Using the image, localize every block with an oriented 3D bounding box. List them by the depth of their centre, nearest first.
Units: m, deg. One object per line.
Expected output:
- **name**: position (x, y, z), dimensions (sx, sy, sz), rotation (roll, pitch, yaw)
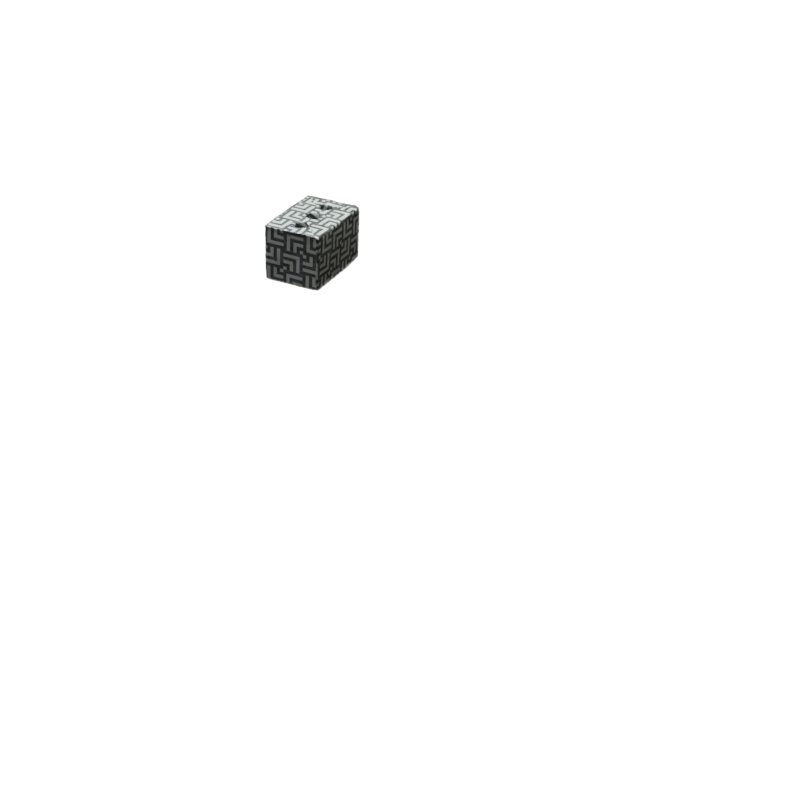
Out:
- **block**: position (-0.075, -0.137, 0.958), dimensions (0.055, 0.048, 0.079), rotation (14, 32, 21)
